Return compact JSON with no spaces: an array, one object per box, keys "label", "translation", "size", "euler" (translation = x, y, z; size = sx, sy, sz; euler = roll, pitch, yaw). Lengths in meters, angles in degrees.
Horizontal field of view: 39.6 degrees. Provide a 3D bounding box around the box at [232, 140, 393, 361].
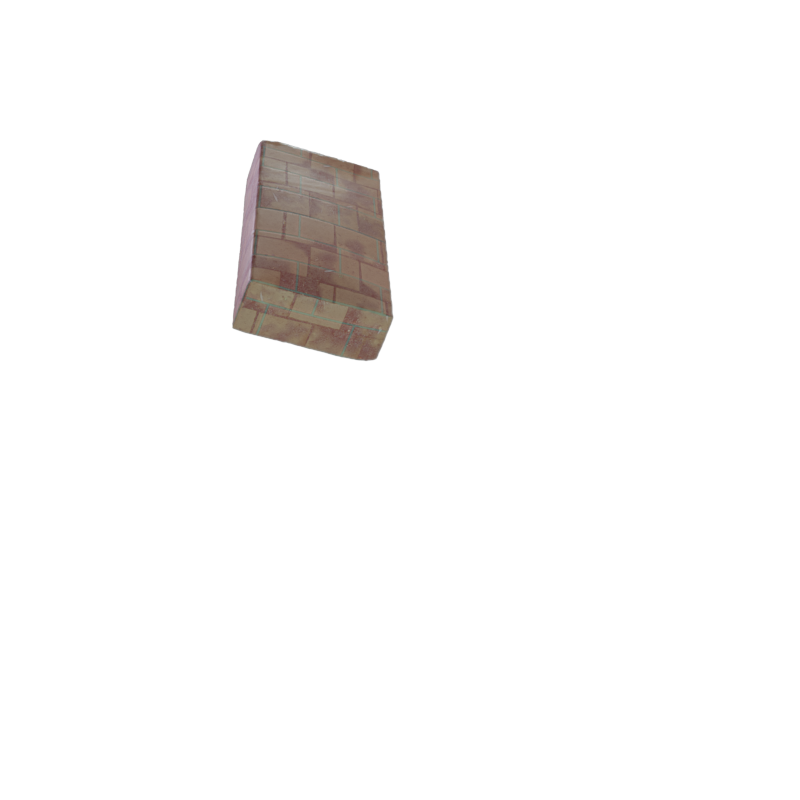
[{"label":"box","translation":[-0.057,-0.105,0.733],"size":[0.091,0.046,0.189],"euler":[13,39,-14]}]
